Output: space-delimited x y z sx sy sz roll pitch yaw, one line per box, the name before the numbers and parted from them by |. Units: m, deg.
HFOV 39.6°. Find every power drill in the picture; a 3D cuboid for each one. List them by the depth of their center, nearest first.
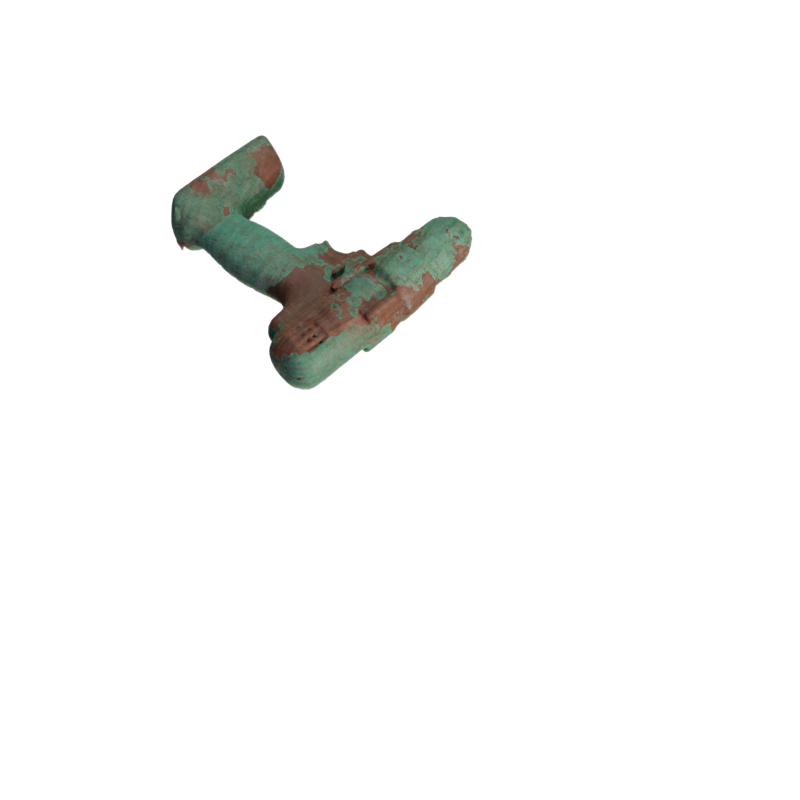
power drill | -0.065 -0.118 0.829 0.186 0.054 0.199 -38 63 -25
